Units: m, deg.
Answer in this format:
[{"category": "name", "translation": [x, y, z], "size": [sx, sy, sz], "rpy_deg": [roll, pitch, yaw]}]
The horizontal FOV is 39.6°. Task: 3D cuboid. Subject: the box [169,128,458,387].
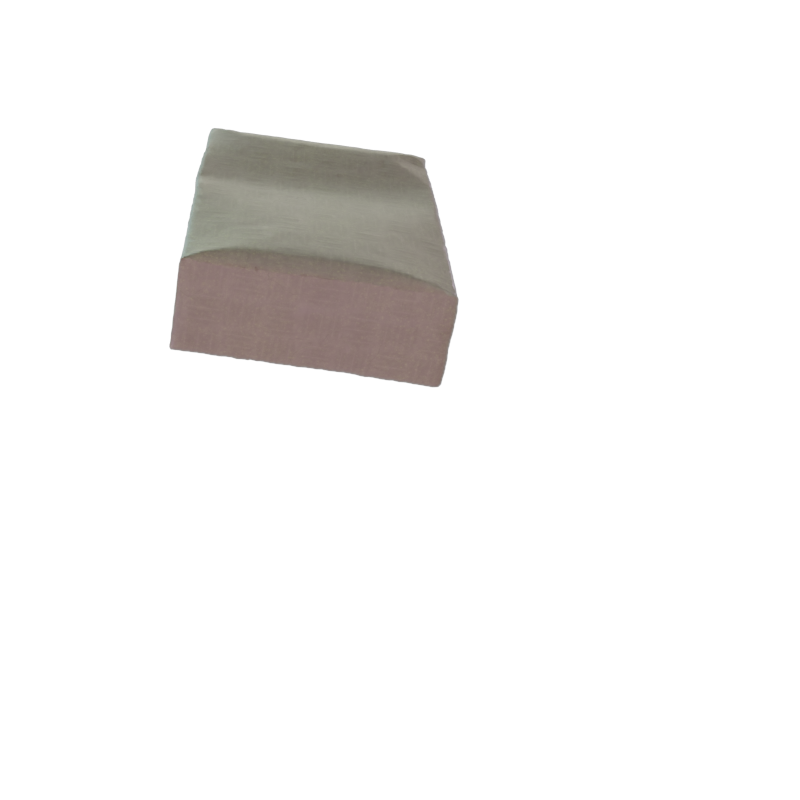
[{"category": "box", "translation": [-0.057, -0.104, 0.728], "size": [0.163, 0.068, 0.227], "rpy_deg": [7, 32, -7]}]
